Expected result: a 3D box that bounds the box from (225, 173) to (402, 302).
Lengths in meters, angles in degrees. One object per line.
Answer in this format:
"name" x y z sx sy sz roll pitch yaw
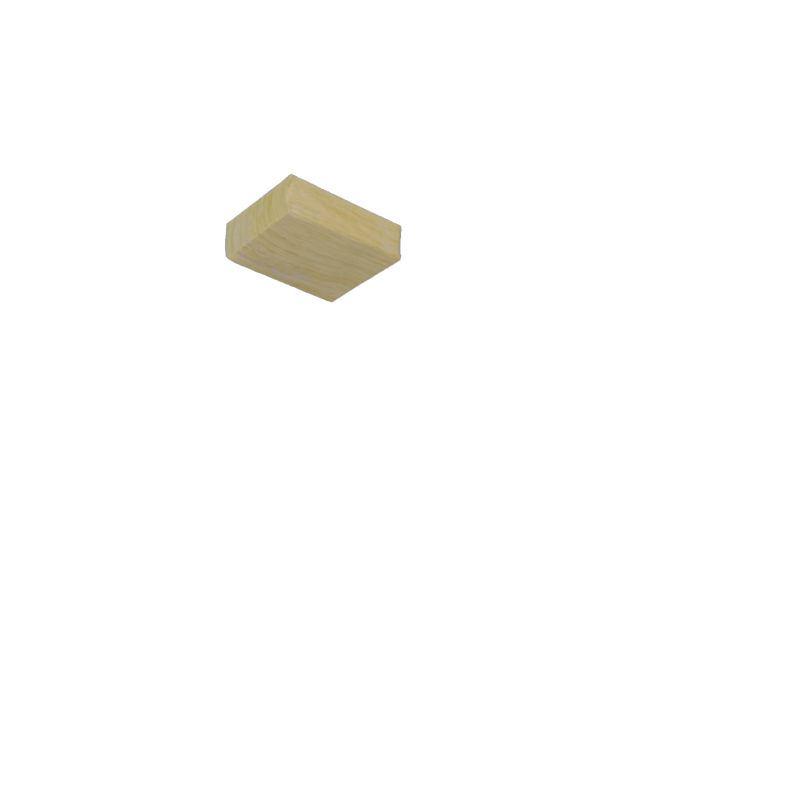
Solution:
"box" -0.069 -0.125 0.876 0.107 0.041 0.089 20 -33 -34
